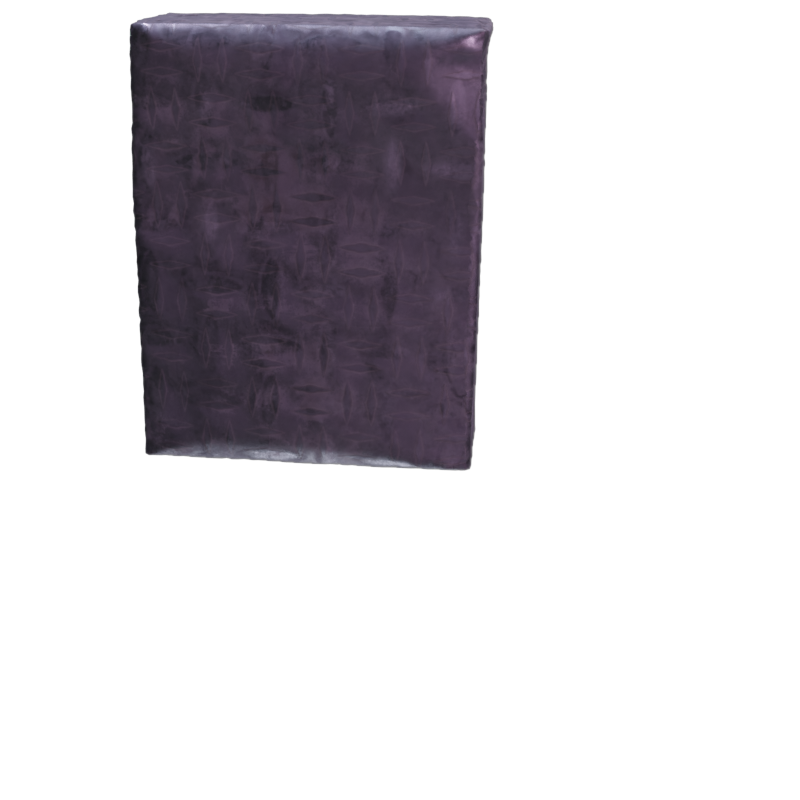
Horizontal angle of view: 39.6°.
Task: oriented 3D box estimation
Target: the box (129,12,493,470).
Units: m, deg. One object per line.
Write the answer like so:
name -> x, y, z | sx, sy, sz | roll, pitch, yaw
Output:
box -> -0.042, -0.077, 0.538 | 0.166, 0.206, 0.074 | 3, 17, 7
